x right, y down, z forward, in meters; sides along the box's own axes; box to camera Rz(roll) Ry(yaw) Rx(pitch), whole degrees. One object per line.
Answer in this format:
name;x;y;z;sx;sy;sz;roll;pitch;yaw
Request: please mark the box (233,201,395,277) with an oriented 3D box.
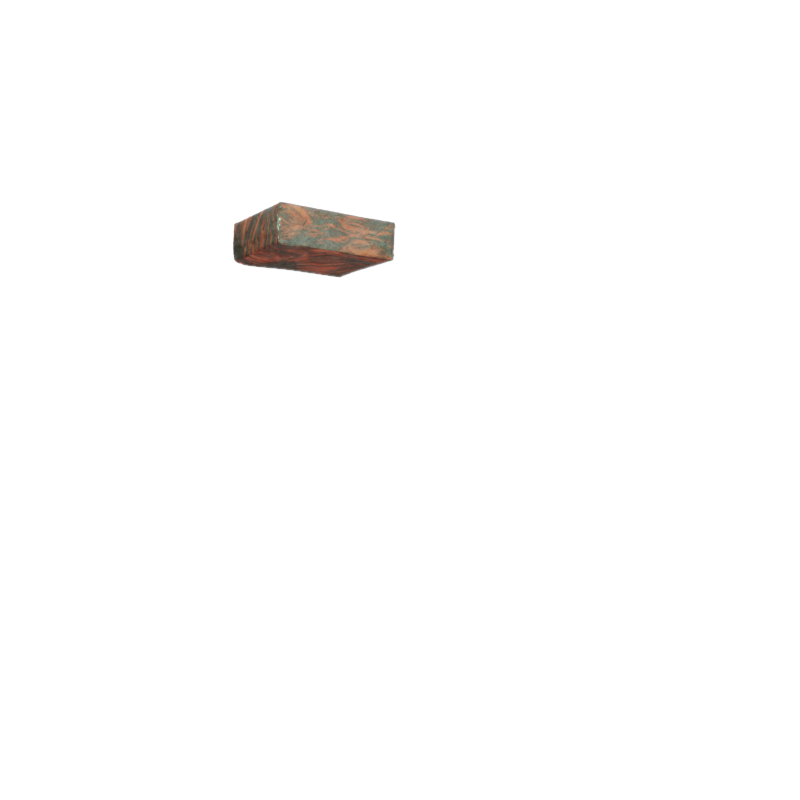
box;-0.074;-0.135;0.947;0.109;0.040;0.091;4;-8;-31
